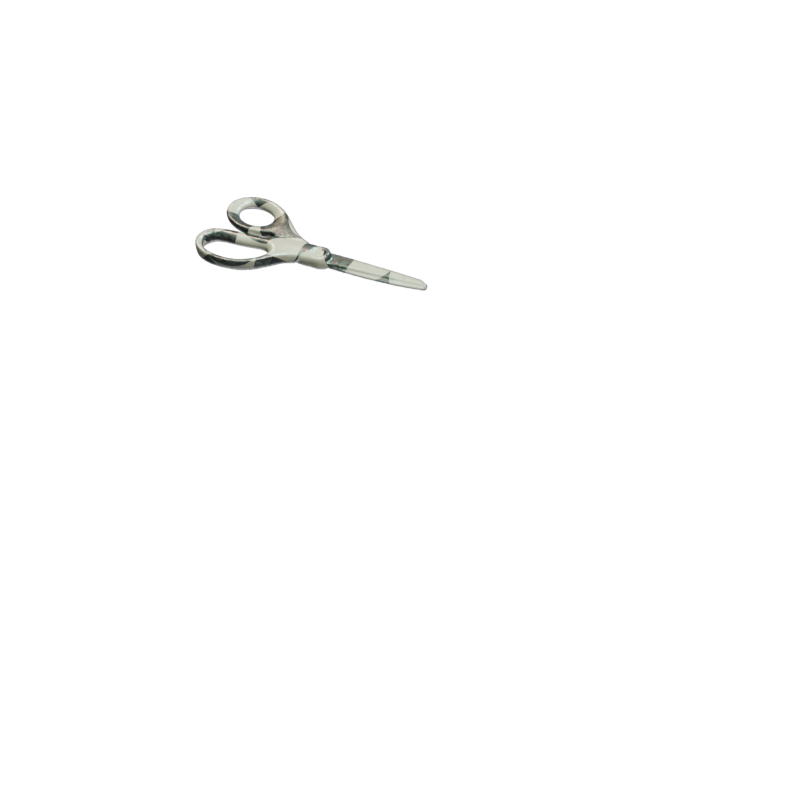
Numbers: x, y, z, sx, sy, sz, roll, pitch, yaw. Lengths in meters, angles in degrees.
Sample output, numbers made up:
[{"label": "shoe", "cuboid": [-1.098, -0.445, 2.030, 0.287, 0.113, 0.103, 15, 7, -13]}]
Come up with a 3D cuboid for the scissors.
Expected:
[{"label": "scissors", "cuboid": [-0.075, -0.138, 0.963, 0.203, 0.102, 0.015, 5, -43, 5]}]
